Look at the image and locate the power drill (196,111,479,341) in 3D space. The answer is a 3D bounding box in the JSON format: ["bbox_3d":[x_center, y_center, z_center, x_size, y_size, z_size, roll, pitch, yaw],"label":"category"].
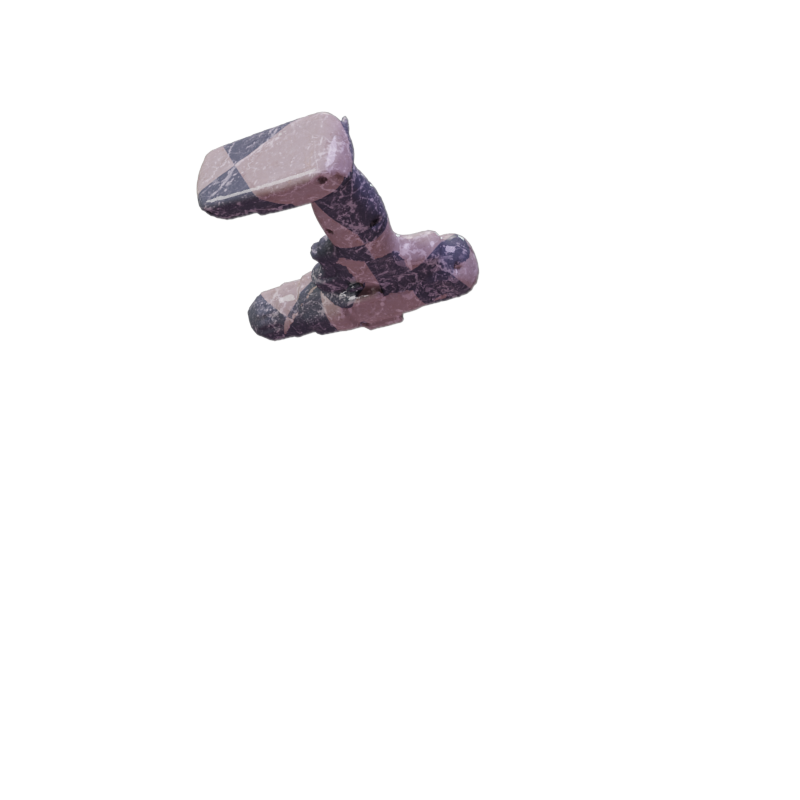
[{"bbox_3d":[-0.061,-0.110,0.773,0.187,0.061,0.173,-15,-34,23],"label":"power drill"}]
